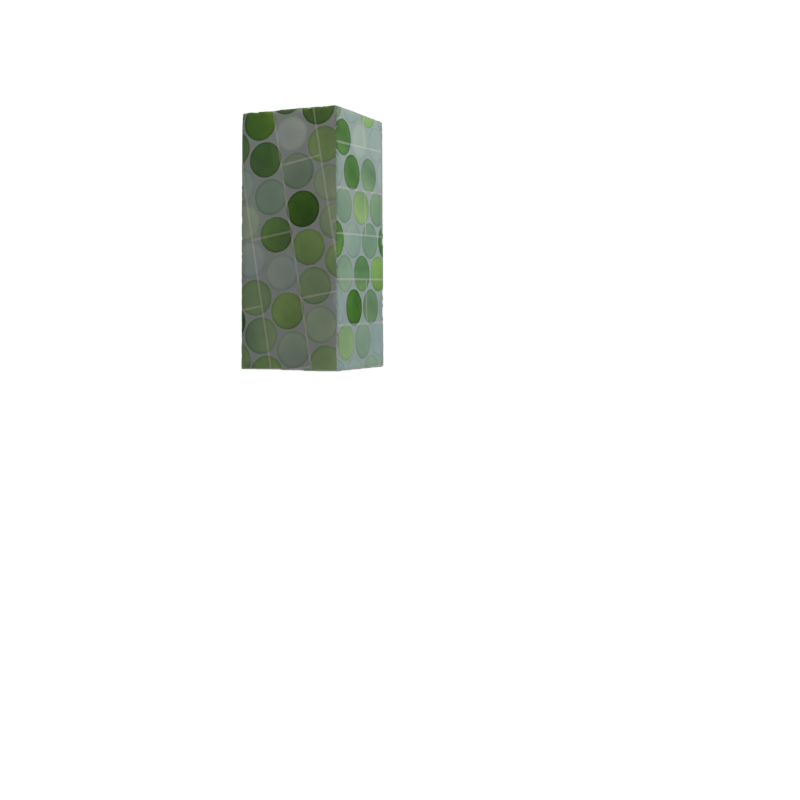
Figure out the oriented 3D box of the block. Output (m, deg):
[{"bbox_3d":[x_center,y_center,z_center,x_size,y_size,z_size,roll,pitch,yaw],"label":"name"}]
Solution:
[{"bbox_3d":[-0.072,-0.130,0.911,0.093,0.208,0.087,-1,-3,25],"label":"block"}]
